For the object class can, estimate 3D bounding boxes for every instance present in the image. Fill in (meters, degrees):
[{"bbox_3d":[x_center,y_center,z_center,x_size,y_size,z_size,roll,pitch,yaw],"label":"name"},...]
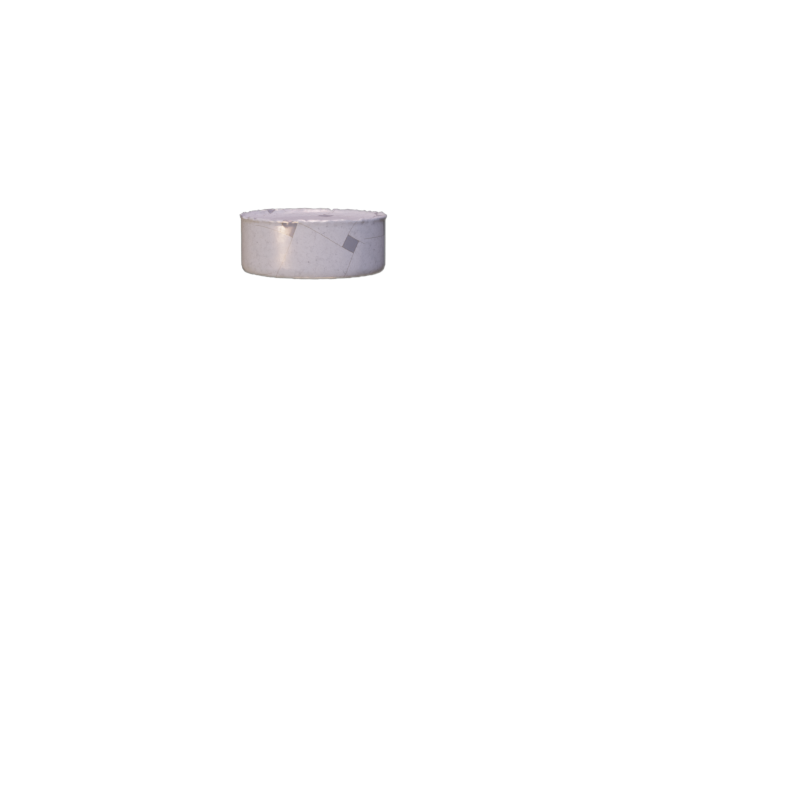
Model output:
[{"bbox_3d":[-0.051,-0.092,0.646,0.086,0.033,0.088,0,13,-2],"label":"can"}]
